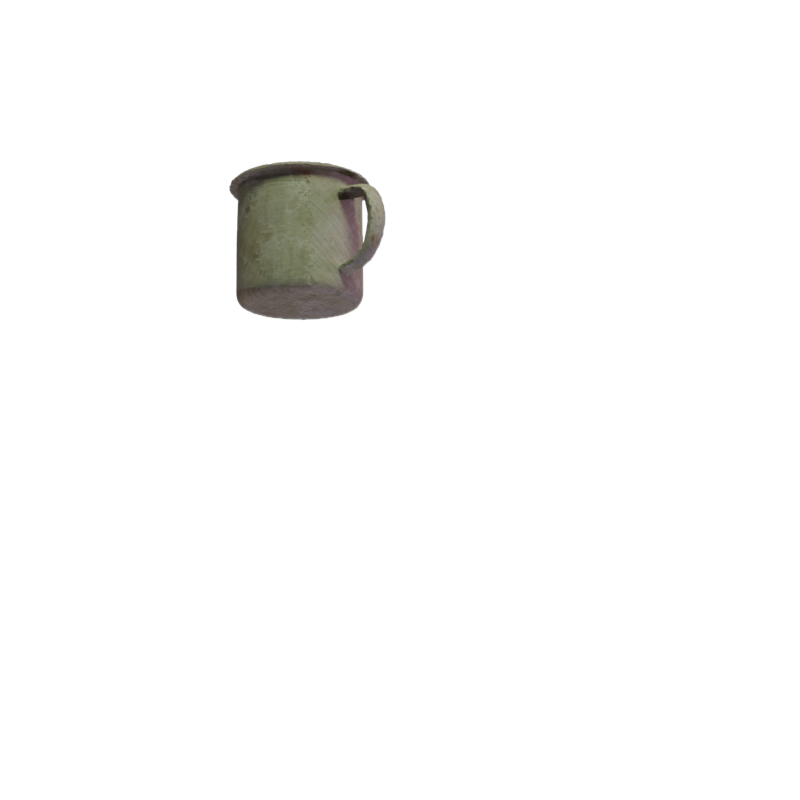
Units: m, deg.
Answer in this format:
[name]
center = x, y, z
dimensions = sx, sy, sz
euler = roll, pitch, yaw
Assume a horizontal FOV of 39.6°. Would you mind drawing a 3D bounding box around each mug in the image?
[mug]
center = -0.056, -0.102, 0.712
dimensions = 0.119, 0.085, 0.088
euler = -12, -18, 39
